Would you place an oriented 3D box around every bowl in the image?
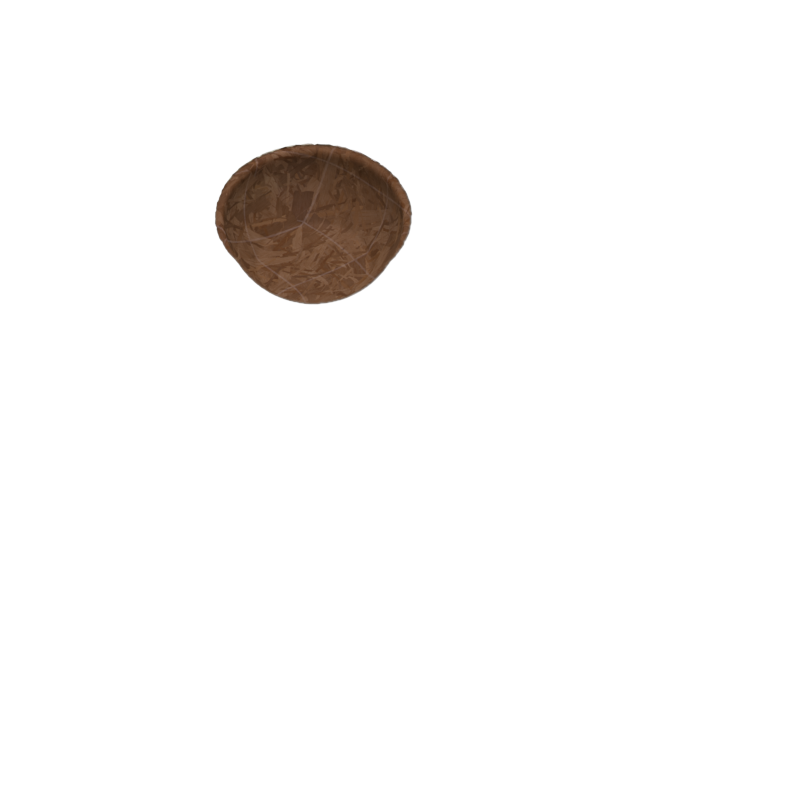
[{"bbox_3d":[-0.070,-0.127,0.893,0.162,0.059,0.151,1,-42,-1],"label":"bowl"}]
